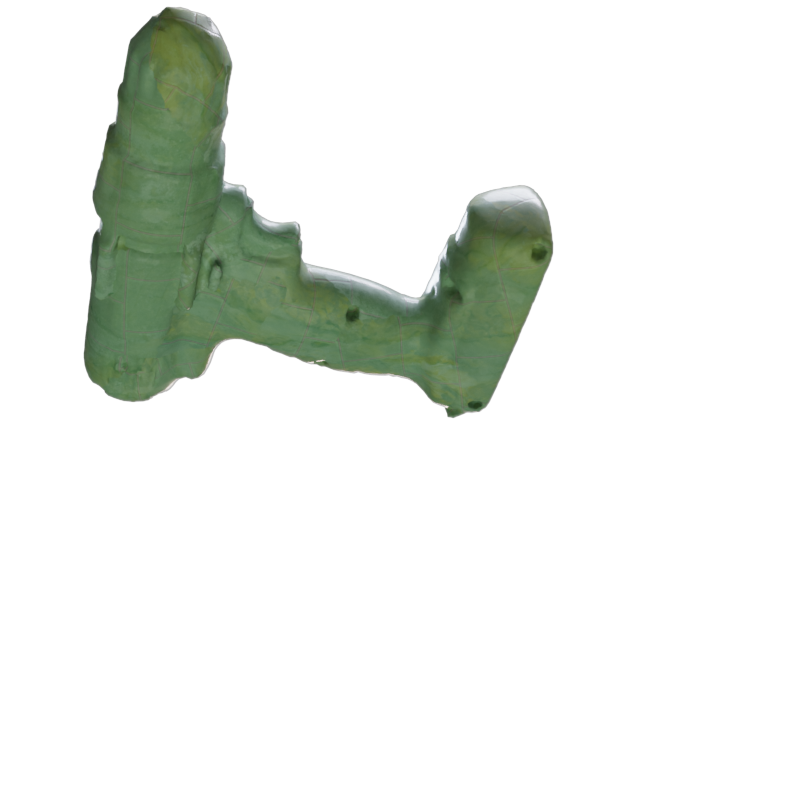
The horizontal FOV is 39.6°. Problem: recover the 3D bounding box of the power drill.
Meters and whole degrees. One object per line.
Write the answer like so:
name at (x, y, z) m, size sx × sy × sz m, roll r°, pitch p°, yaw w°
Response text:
power drill at (-0.037, -0.067, 0.471) m, size 0.185 × 0.174 × 0.061 m, roll 10°, pitch 39°, yaw -9°
